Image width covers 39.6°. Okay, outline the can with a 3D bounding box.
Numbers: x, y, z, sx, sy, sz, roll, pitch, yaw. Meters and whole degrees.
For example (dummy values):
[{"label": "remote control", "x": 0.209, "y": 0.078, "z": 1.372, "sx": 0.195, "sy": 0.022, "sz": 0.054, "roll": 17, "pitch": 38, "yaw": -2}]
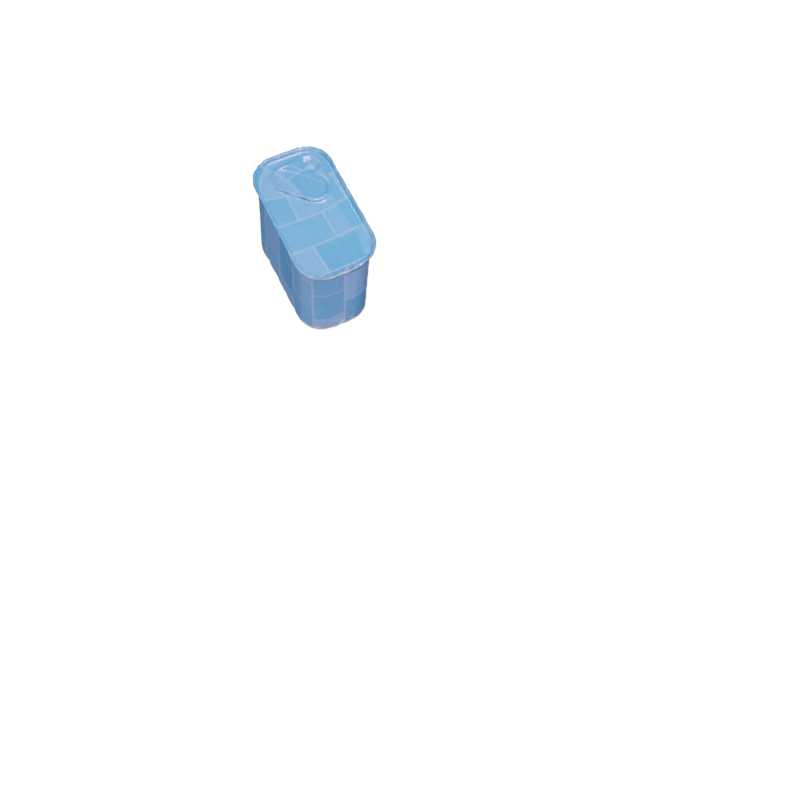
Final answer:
[{"label": "can", "x": -0.060, "y": -0.110, "z": 0.768, "sx": 0.057, "sy": 0.109, "sz": 0.079, "roll": -22, "pitch": -25, "yaw": -13}]
